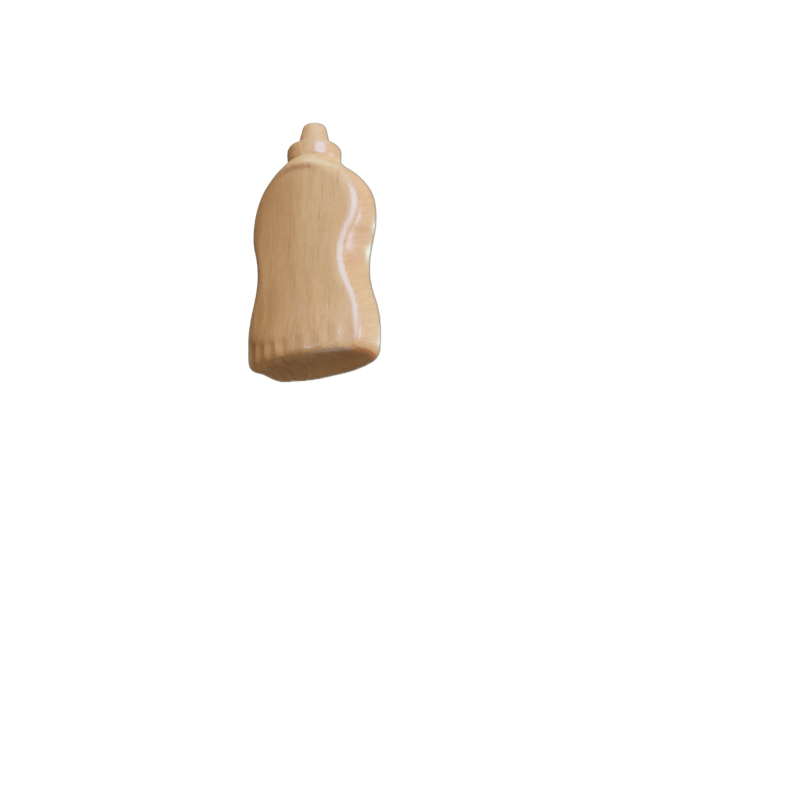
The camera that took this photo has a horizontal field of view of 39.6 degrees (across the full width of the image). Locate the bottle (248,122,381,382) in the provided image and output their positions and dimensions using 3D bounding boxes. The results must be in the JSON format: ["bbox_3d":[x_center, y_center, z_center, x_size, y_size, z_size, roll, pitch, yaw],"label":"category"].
[{"bbox_3d":[-0.063,-0.114,0.802,0.097,0.202,0.054,-16,-27,32],"label":"bottle"}]
